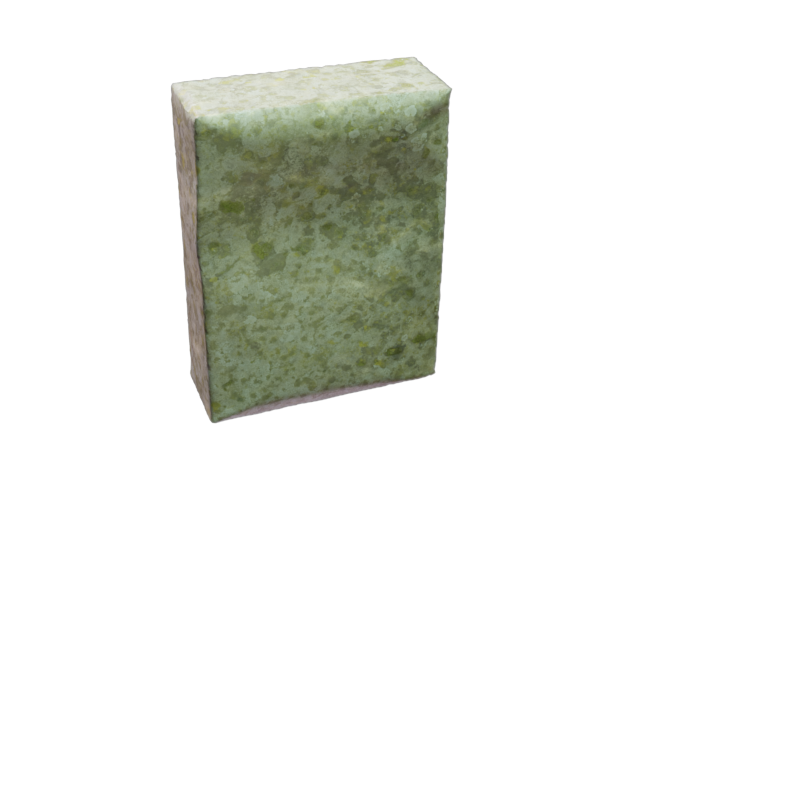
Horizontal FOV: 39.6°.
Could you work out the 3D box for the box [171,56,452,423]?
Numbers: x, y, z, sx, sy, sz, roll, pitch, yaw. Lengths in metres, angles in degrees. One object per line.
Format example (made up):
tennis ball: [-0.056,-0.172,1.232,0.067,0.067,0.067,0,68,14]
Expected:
box: [-0.056,-0.102,0.716,0.162,0.201,0.077,-10,32,-18]
